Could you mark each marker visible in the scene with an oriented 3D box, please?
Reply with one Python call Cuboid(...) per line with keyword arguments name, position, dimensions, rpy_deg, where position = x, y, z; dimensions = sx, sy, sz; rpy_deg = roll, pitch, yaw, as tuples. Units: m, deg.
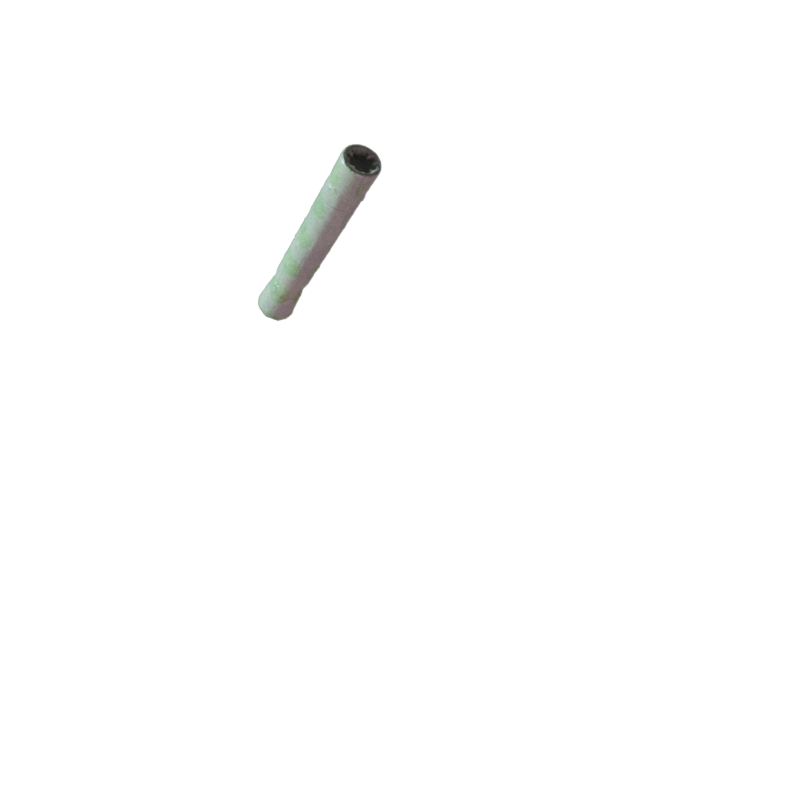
Cuboid(name="marker", position=(-0.041, -0.074, 0.517), dimensions=(0.019, 0.021, 0.117), rpy_deg=(-1, -29, -29))
